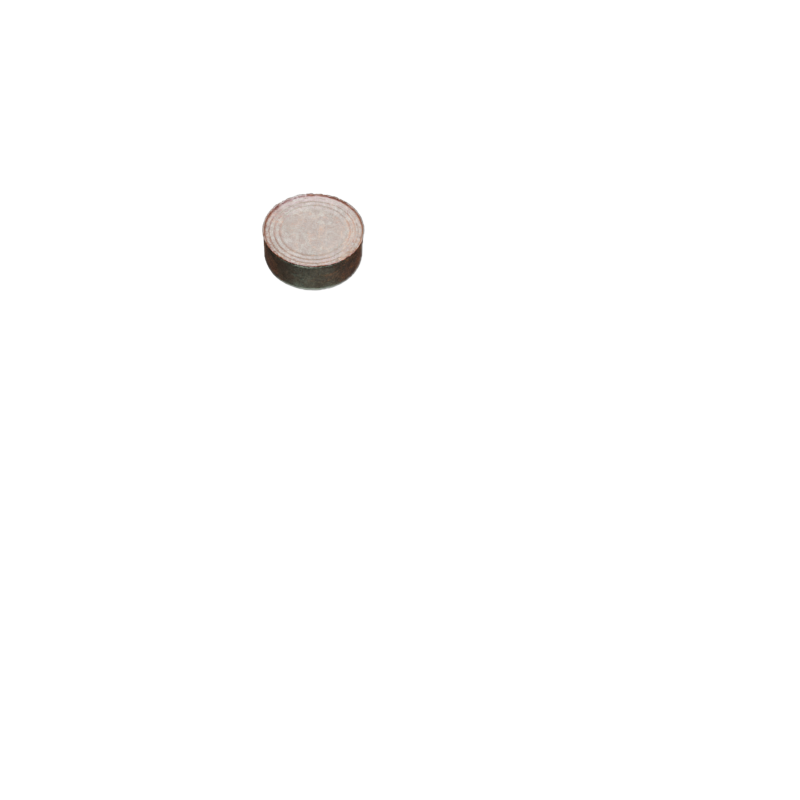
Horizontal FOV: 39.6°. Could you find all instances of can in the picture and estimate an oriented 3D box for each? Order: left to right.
[{"bbox_3d":[-0.074,-0.134,0.942,0.086,0.092,0.031,-1,-40,-1],"label":"can"}]
